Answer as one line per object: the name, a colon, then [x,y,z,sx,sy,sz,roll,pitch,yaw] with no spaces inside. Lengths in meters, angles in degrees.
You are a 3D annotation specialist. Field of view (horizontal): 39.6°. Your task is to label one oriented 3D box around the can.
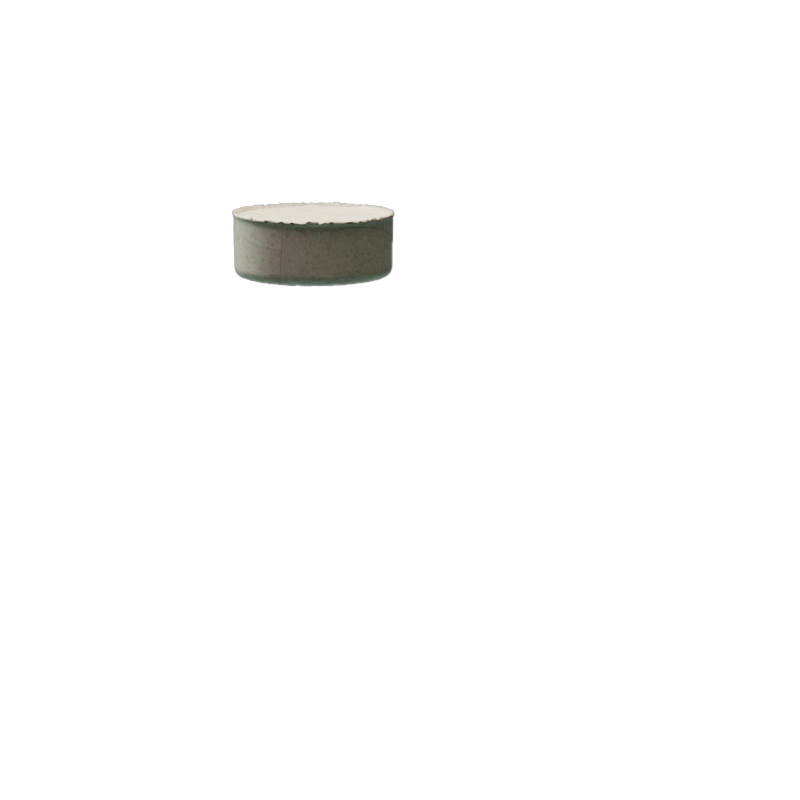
can: [-0.046,-0.084,0.587,0.086,0.033,0.089,0,15,-2]
